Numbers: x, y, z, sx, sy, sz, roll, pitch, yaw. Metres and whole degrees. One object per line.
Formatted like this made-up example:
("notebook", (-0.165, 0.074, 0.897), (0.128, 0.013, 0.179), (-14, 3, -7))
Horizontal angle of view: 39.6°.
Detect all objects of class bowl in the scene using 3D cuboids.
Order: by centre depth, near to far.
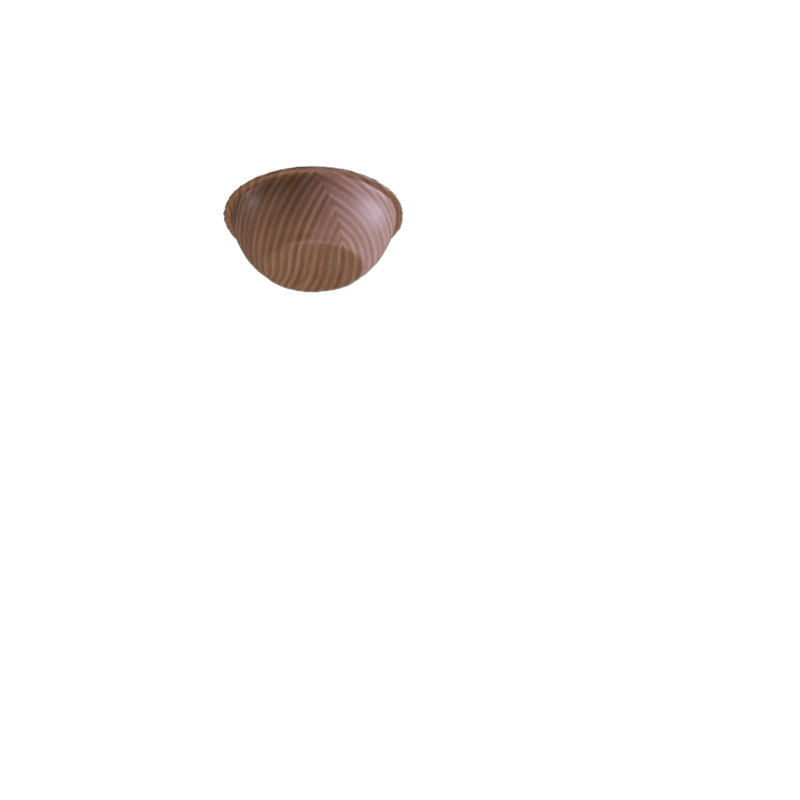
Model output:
("bowl", (-0.077, -0.141, 0.986), (0.162, 0.058, 0.153), (1, -25, -2))
